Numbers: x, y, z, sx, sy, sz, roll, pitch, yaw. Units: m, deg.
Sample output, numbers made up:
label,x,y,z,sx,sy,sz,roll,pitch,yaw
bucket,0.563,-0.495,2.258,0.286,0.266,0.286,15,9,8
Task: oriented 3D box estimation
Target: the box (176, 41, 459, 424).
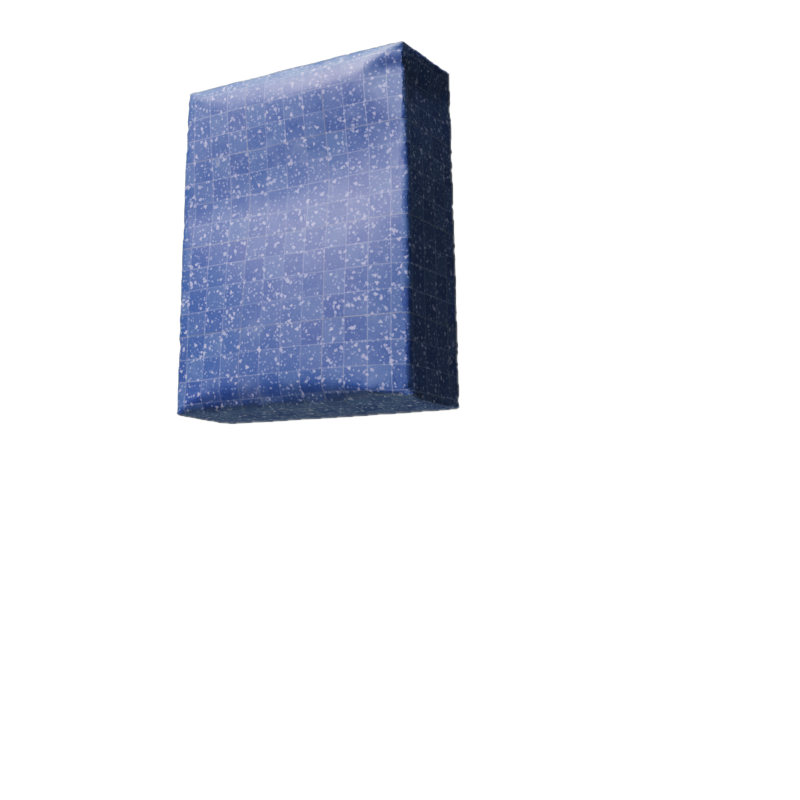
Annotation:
label,x,y,z,sx,sy,sz,roll,pitch,yaw
box,-0.054,-0.098,0.685,0.168,0.221,0.068,-7,-14,29
